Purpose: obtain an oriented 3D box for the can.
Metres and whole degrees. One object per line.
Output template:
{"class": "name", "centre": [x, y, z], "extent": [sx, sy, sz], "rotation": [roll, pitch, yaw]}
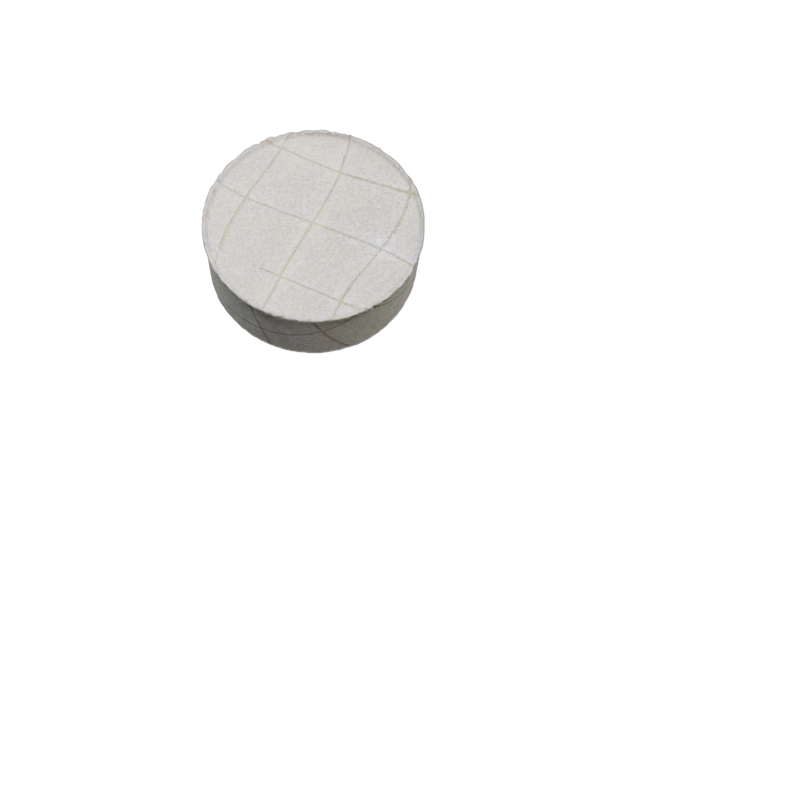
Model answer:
{"class": "can", "centre": [-0.034, -0.063, 0.438], "extent": [0.086, 0.091, 0.032], "rotation": [-1, -28, -1]}
